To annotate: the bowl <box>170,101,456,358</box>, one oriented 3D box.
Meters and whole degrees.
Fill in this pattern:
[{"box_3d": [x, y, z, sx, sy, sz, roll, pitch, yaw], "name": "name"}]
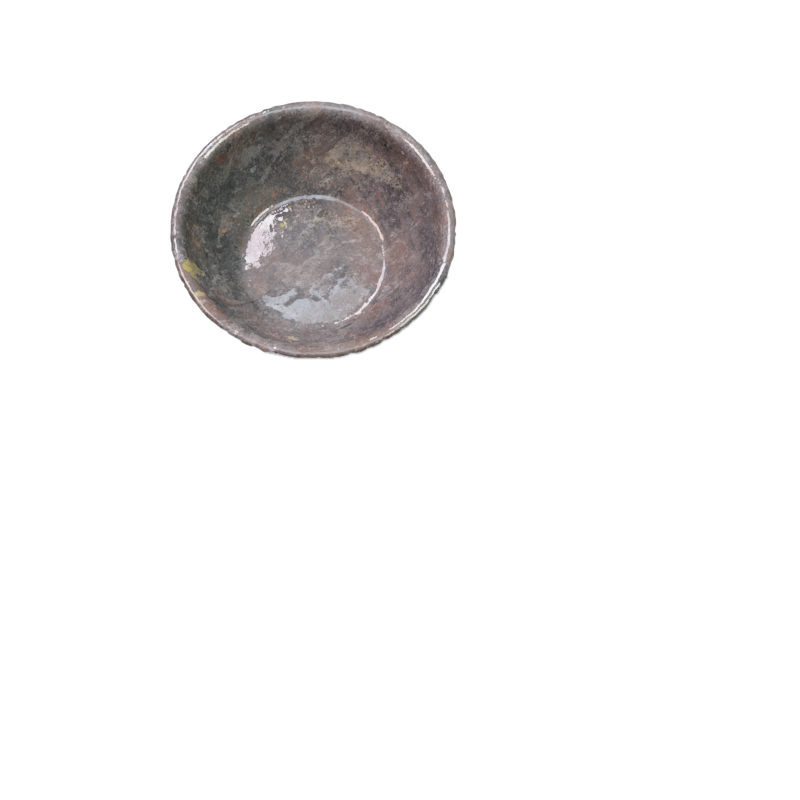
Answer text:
[{"box_3d": [-0.051, -0.092, 0.648, 0.162, 0.171, 0.052, -1, -23, -1], "name": "bowl"}]
